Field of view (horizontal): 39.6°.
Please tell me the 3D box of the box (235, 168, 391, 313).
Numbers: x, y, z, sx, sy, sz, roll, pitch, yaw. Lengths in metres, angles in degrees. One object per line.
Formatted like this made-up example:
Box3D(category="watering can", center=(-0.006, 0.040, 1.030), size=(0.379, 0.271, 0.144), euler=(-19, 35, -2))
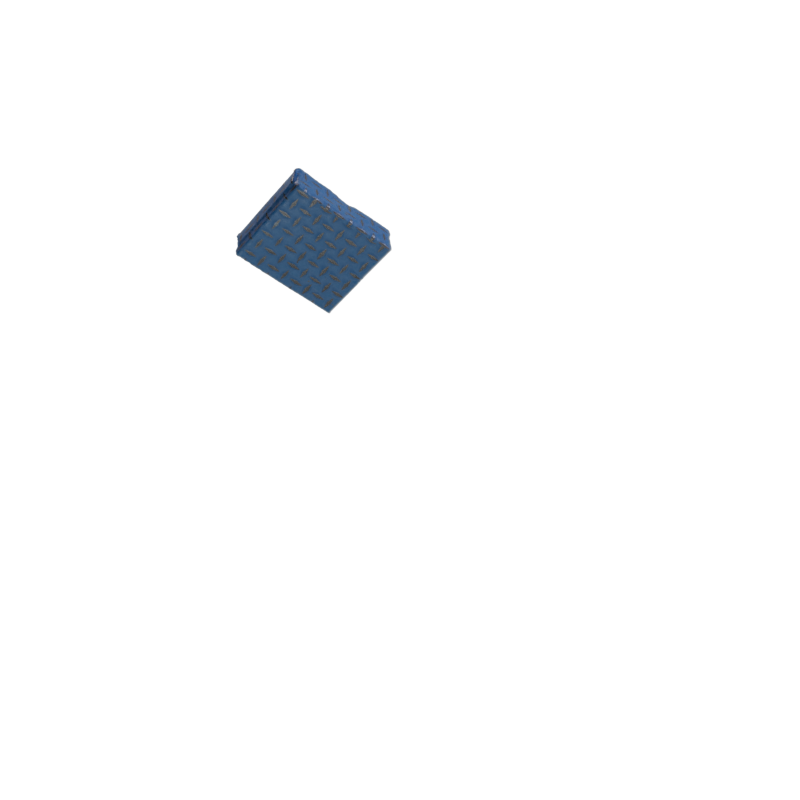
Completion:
Box3D(category="box", center=(-0.063, -0.115, 0.803), size=(0.085, 0.072, 0.032), euler=(33, 28, -21))
